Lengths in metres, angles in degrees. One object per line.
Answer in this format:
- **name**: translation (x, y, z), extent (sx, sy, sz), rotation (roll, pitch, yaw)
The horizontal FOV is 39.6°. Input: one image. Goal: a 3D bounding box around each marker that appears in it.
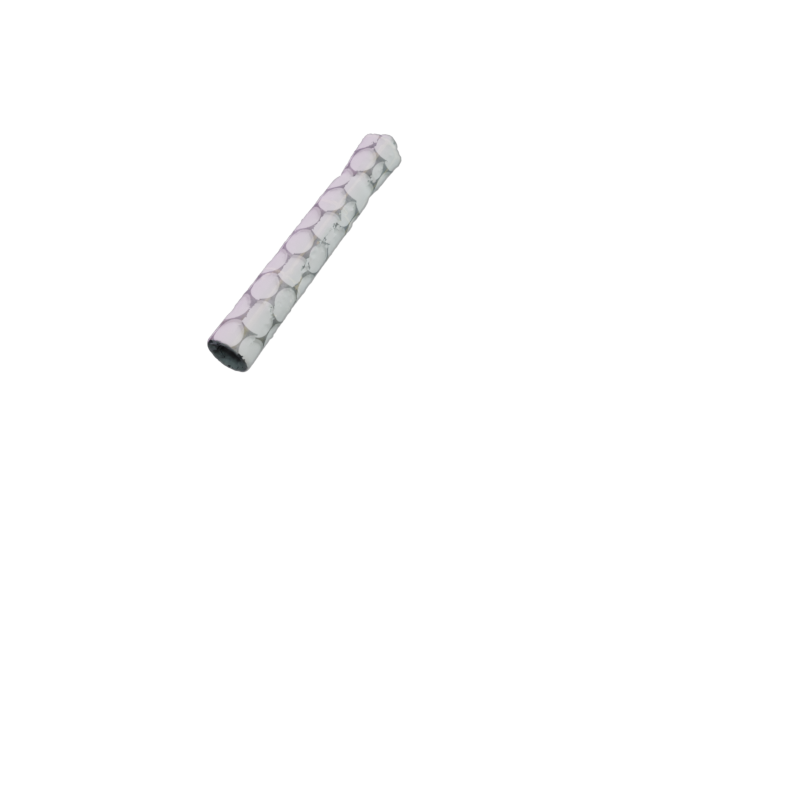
- **marker**: translation (-0.034, -0.062, 0.436), extent (0.021, 0.125, 0.018), rotation (2, -41, 44)
